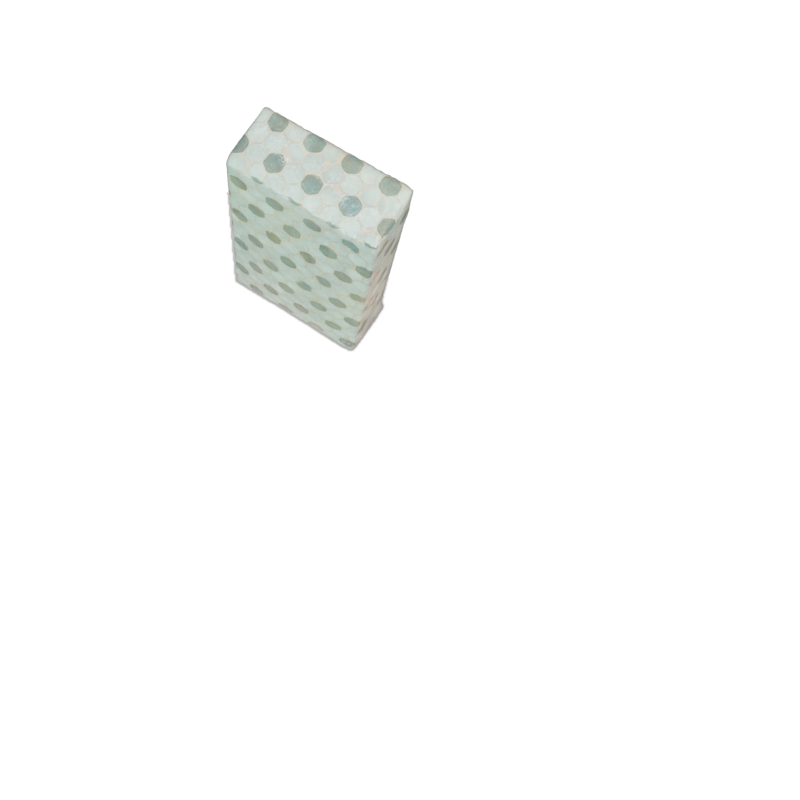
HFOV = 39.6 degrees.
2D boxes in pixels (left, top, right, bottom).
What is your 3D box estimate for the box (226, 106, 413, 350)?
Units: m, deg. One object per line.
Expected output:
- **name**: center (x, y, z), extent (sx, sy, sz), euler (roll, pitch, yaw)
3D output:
- **box**: center (-0.050, -0.091, 0.639), extent (0.095, 0.049, 0.170), euler (32, -14, 5)
